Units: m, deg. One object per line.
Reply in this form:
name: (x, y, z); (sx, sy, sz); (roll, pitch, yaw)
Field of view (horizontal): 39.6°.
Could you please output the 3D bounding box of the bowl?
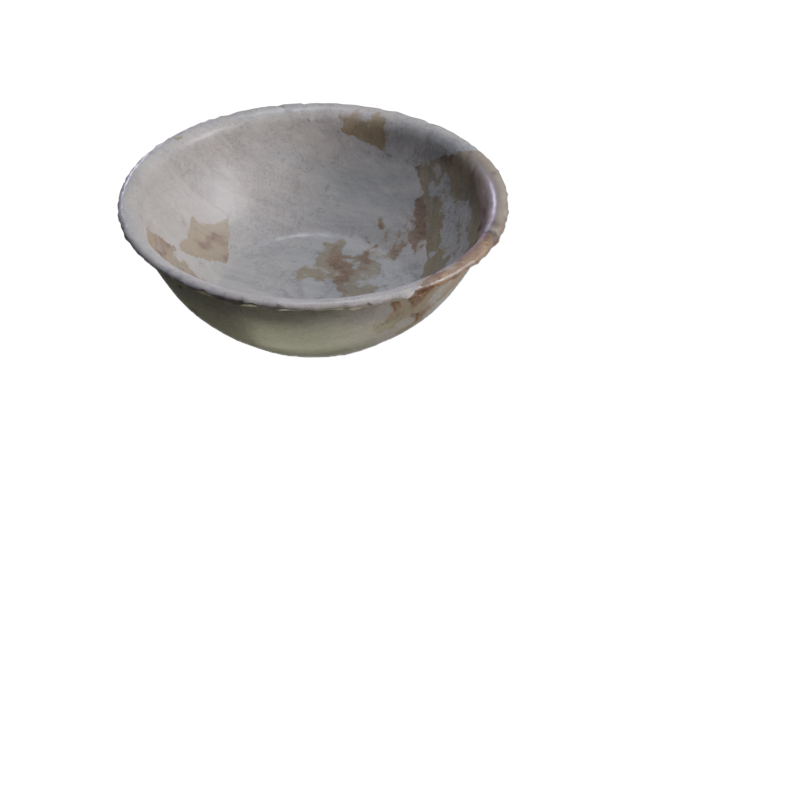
bowl: (-0.037, -0.068, 0.474); (0.162, 0.051, 0.174); (-1, 39, -2)
